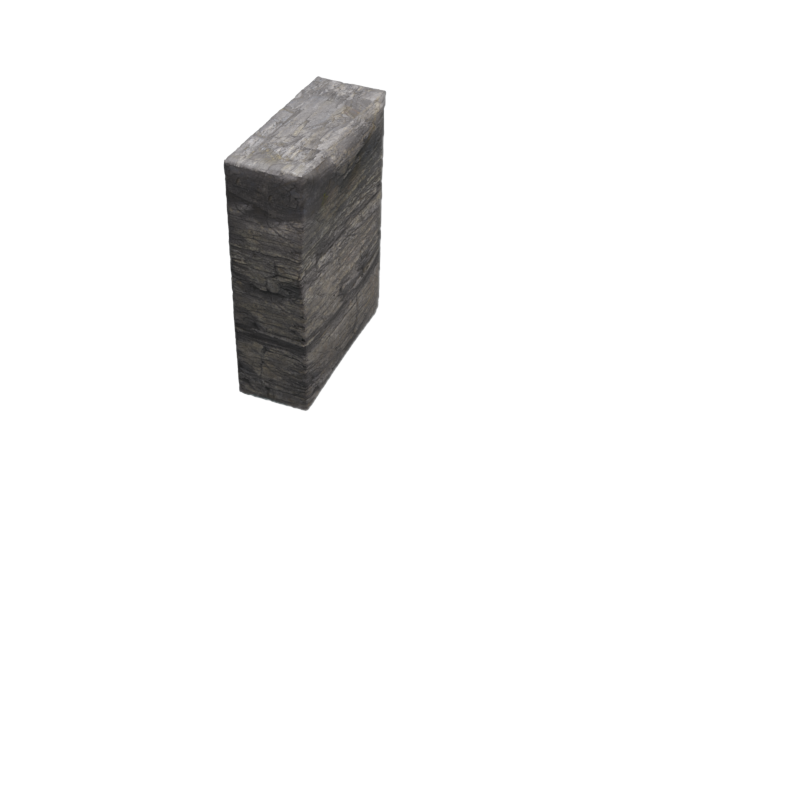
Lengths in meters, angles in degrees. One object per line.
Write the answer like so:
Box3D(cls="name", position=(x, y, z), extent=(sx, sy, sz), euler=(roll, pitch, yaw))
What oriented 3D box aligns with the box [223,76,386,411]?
Box3D(cls="box", position=(-0.070, -0.127, 0.888), extent=(0.074, 0.200, 0.170), euler=(14, 38, 15))
